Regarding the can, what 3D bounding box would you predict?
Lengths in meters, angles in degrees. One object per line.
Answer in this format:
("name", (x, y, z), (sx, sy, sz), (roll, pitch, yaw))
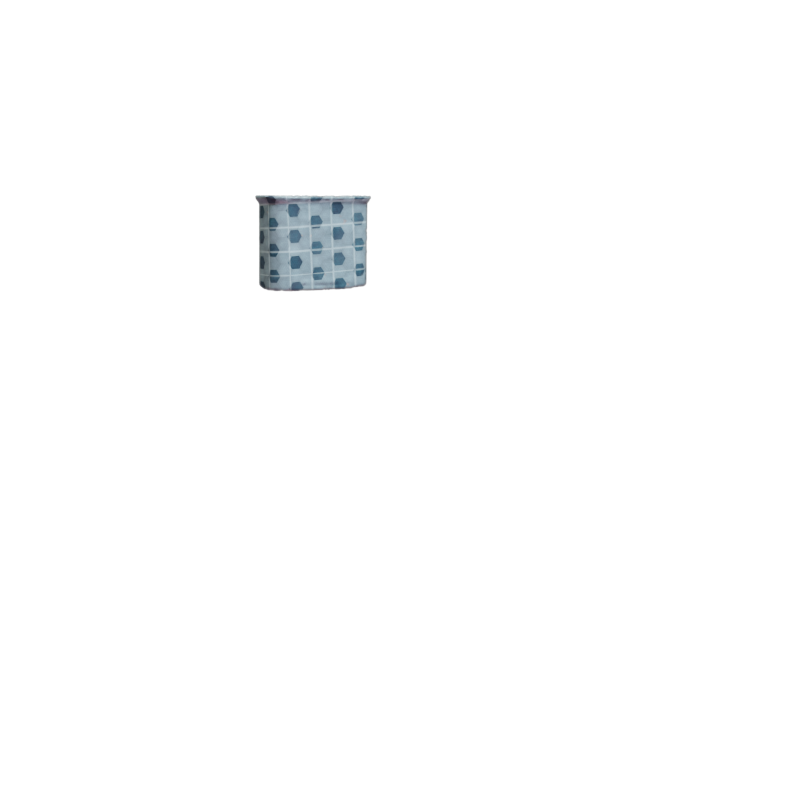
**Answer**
("can", (-0.078, -0.143, 1.000), (0.099, 0.083, 0.060), (-3, 6, -26))
